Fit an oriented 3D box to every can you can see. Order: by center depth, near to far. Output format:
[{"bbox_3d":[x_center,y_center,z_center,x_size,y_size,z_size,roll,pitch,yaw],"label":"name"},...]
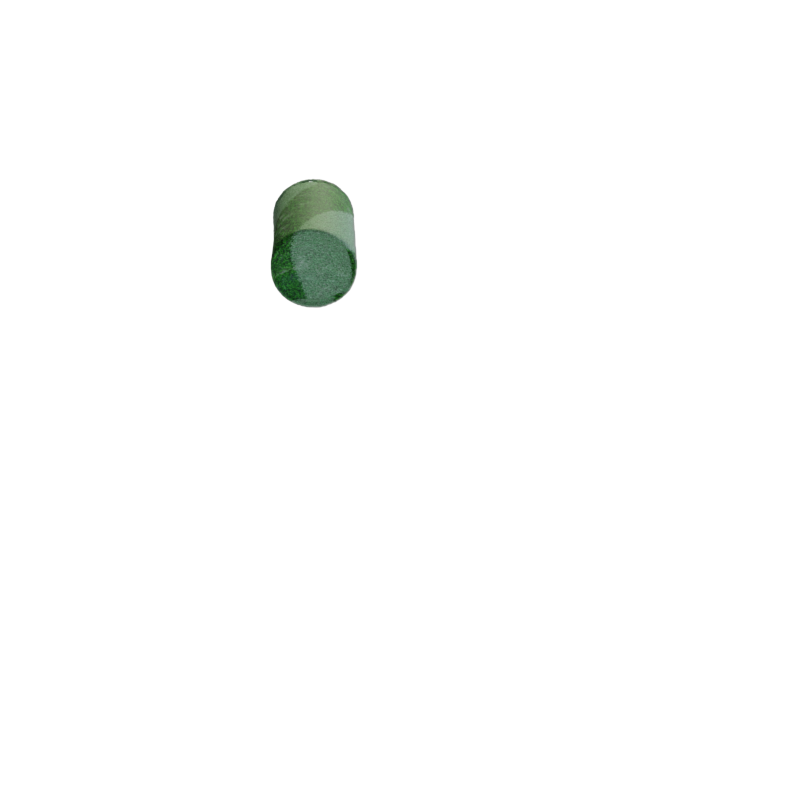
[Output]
[{"bbox_3d":[-0.069,-0.126,0.884,0.068,0.065,0.108,0,30,-3],"label":"can"}]
